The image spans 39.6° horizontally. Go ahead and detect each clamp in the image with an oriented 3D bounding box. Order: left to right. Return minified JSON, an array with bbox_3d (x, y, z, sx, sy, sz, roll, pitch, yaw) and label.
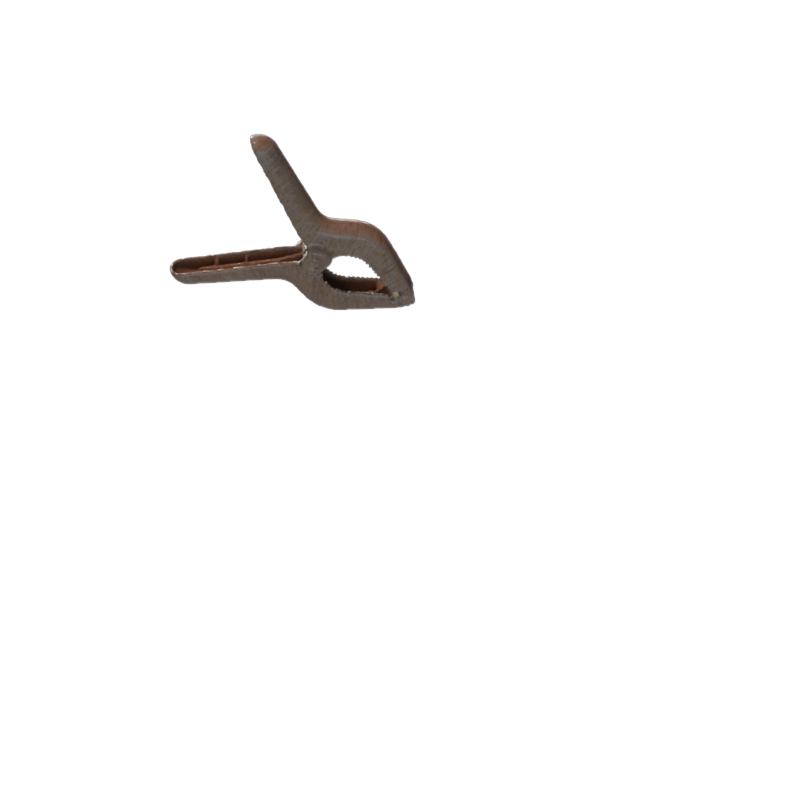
[{"bbox_3d":[-0.074,-0.136,0.951,0.204,0.158,0.039,18,39,-15],"label":"clamp"}]
